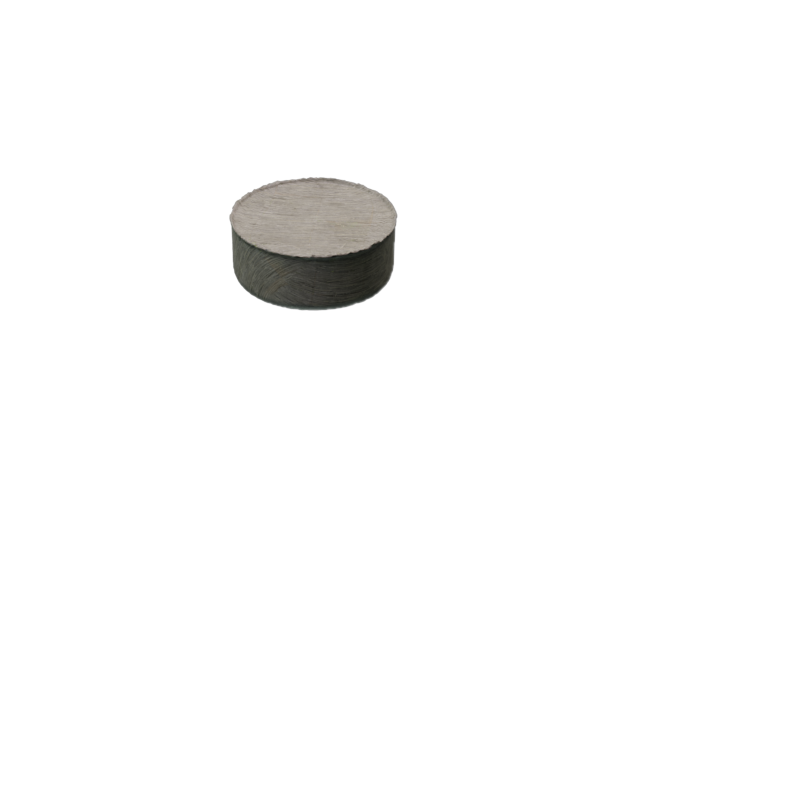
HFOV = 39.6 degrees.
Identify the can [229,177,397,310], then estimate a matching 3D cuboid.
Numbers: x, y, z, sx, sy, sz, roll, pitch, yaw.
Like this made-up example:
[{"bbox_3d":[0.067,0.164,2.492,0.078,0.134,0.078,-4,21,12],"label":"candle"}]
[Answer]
[{"bbox_3d":[-0.045,-0.082,0.575,0.086,0.031,0.092,-1,35,-2],"label":"can"}]
